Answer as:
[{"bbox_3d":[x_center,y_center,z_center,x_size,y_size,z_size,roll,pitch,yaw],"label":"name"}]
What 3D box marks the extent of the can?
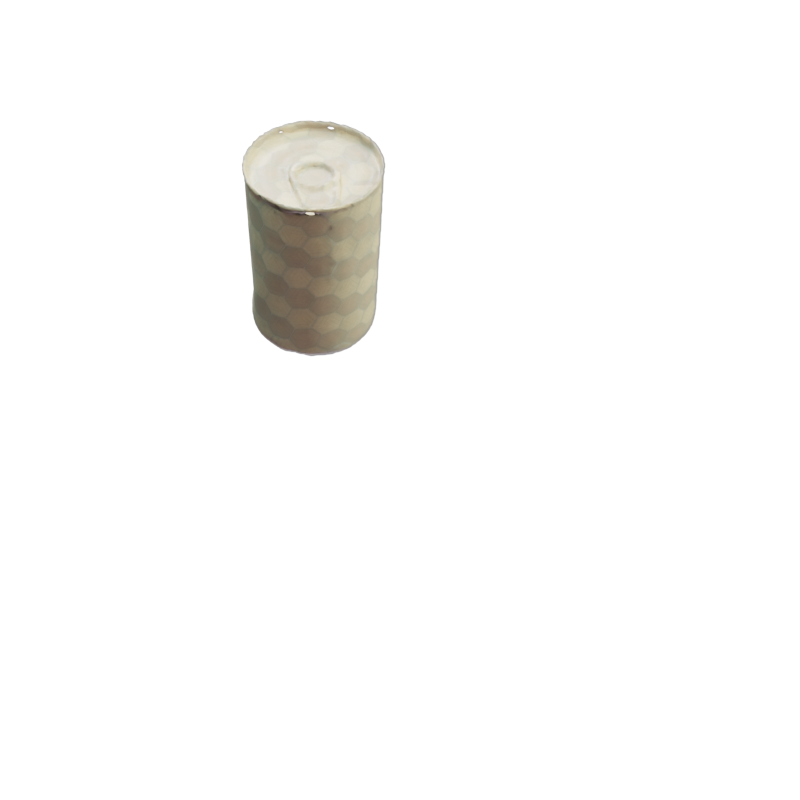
[{"bbox_3d":[-0.044,-0.080,0.559,0.068,0.074,0.095,0,-44,-3],"label":"can"}]
